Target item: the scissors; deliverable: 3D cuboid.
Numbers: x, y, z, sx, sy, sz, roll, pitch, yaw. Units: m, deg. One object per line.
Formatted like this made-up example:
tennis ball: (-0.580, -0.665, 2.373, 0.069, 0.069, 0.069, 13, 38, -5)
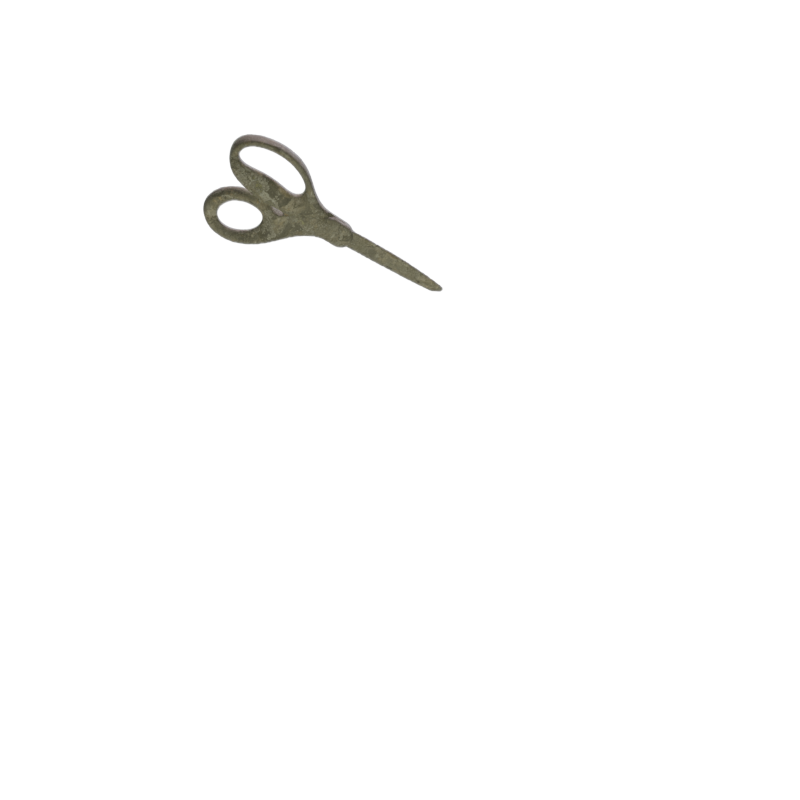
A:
scissors: (-0.066, -0.120, 0.844, 0.095, 0.190, 0.017, -35, 28, 22)
